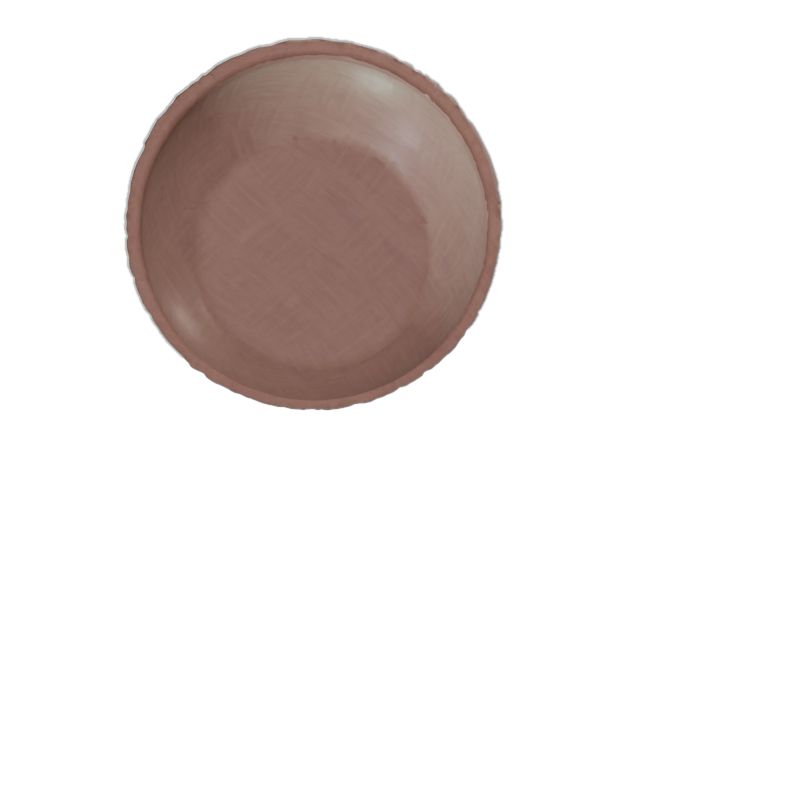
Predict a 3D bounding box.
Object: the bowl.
[{"bbox_3d":[-0.035,-0.064,0.450,0.162,0.158,0.057,0,12,-1],"label":"bowl"}]
